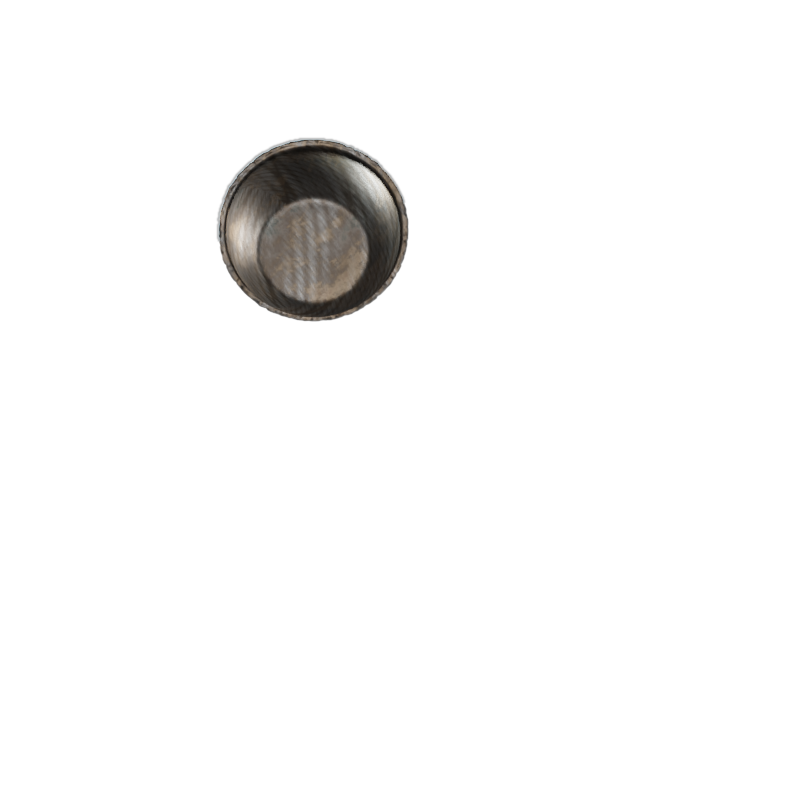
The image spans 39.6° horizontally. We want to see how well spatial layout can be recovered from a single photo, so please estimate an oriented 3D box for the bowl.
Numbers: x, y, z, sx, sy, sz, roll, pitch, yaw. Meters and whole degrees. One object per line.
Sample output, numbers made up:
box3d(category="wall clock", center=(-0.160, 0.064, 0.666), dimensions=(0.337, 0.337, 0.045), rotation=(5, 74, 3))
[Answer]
box3d(category="bowl", center=(-0.071, -0.130, 0.913), dimensions=(0.162, 0.155, 0.058), rotation=(1, 20, -1))
